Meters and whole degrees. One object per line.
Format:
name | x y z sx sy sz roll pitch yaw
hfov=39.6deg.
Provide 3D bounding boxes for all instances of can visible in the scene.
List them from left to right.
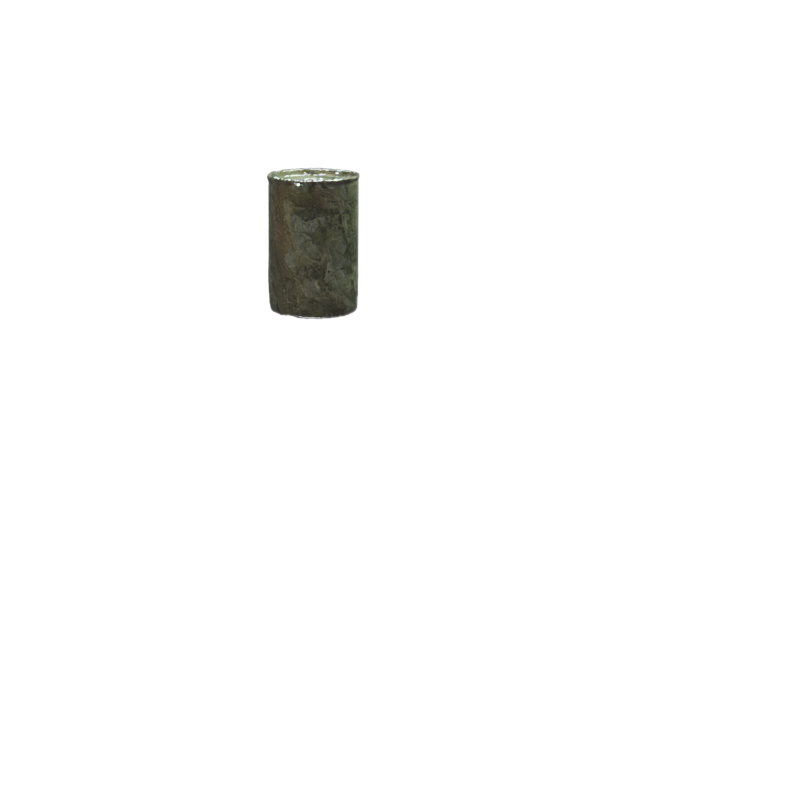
can | -0.064 -0.117 0.821 0.068 0.099 0.071 0 13 -2
